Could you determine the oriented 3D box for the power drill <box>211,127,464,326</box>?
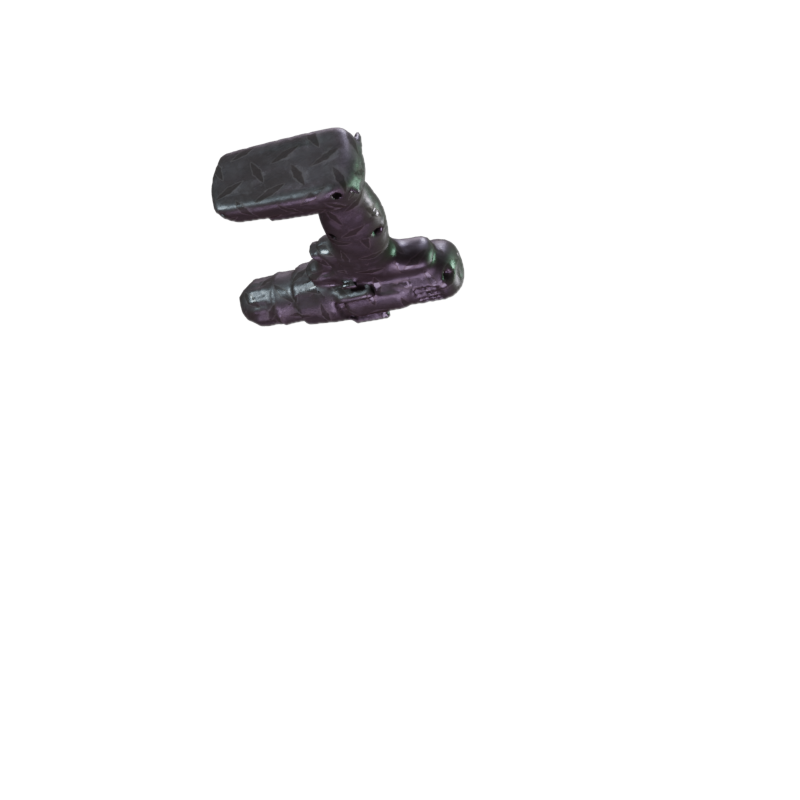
[{"bbox_3d":[-0.064,-0.117,0.816,0.187,0.061,0.174,-10,-28,19],"label":"power drill"}]
